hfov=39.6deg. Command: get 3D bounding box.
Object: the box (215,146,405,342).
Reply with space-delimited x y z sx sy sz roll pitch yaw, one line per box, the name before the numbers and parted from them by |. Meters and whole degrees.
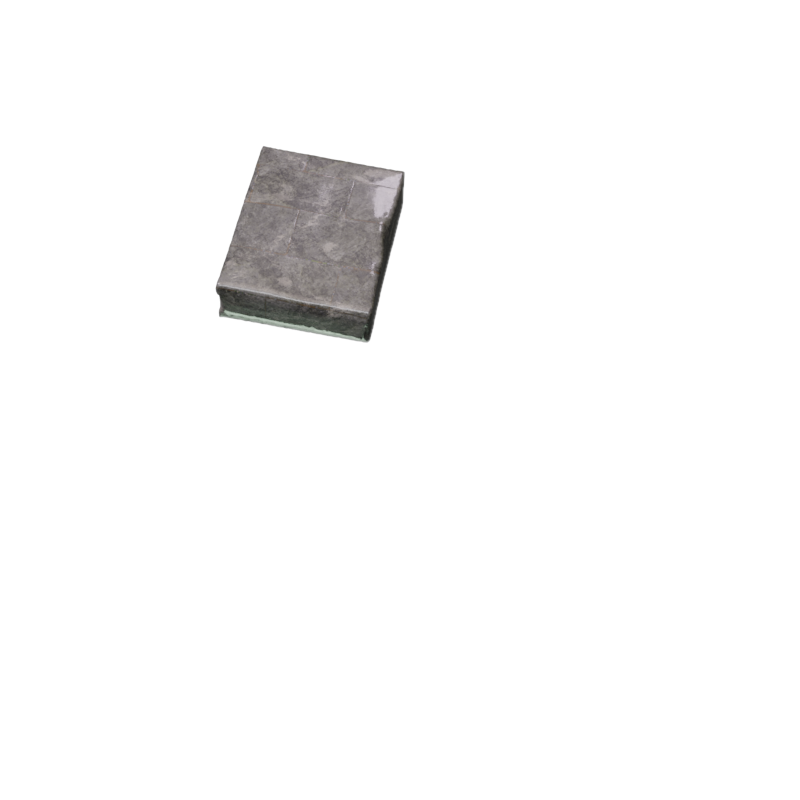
box | -0.041 -0.076 0.530 0.074 0.094 0.028 10 -33 6
